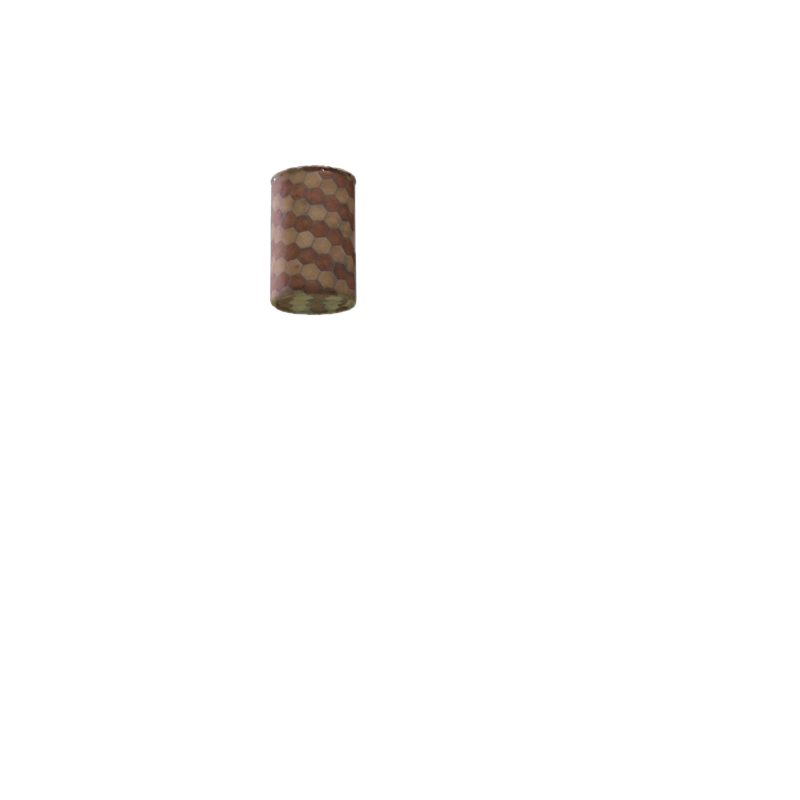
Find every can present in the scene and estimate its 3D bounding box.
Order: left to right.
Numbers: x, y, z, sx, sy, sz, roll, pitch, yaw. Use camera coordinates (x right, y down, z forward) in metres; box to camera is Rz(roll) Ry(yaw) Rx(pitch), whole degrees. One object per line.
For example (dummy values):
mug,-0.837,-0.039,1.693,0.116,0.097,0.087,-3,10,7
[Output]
can,-0.067,-0.123,0.862,0.068,0.106,0.066,0,-15,-2
